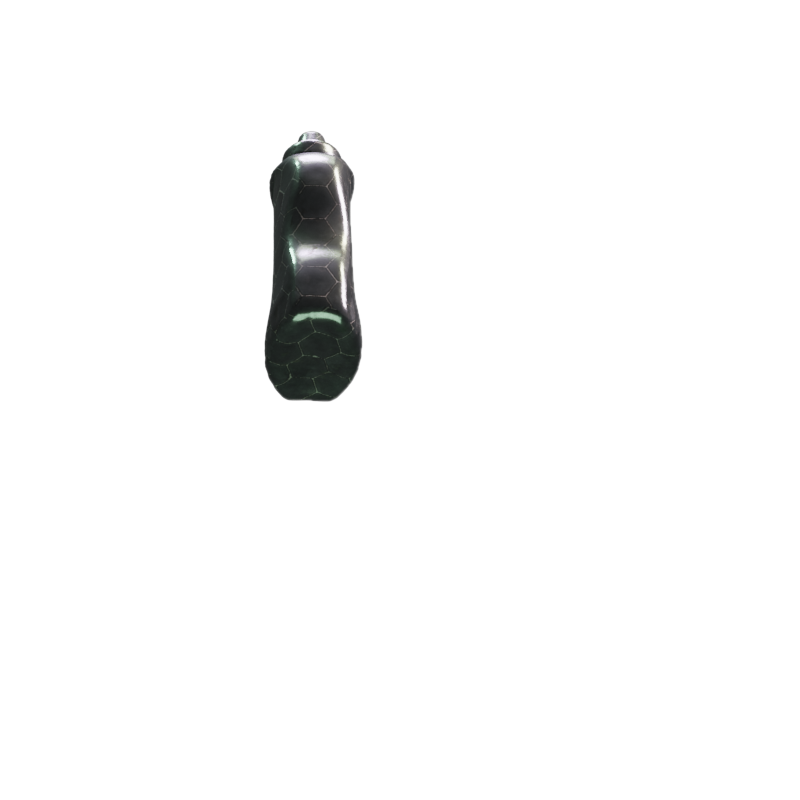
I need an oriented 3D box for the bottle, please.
[{"bbox_3d":[-0.057,-0.102,0.716,0.058,0.206,0.090,1,-38,-5],"label":"bottle"}]
